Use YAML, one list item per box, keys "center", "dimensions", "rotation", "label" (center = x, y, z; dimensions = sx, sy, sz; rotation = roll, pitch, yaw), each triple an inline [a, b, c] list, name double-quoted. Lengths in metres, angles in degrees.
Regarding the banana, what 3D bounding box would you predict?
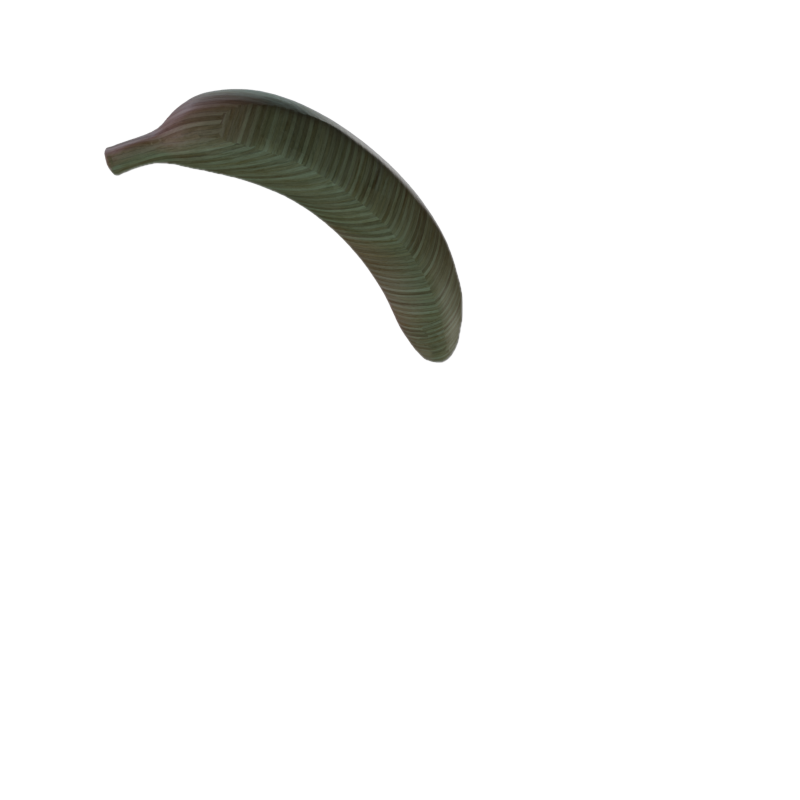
- center: [-0.029, -0.081, 0.484]
  dimensions: [0.186, 0.039, 0.069]
  rotation: [31, -52, -29]
  label: "banana"
